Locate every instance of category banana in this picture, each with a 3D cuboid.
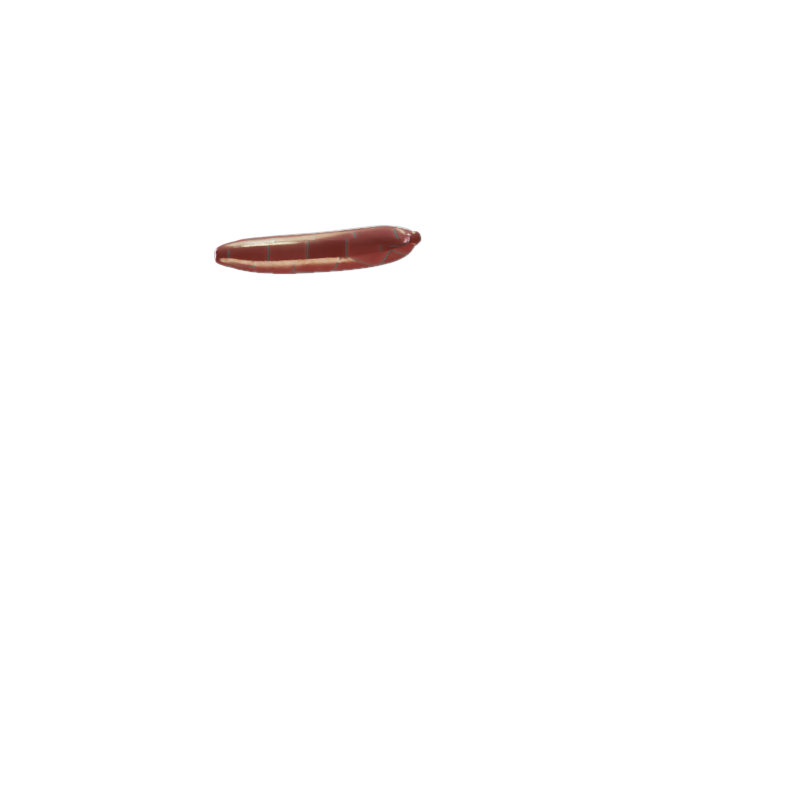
[{"bbox_3d":[-0.069,-0.139,1.008,0.202,0.038,0.066,-4,-13,20],"label":"banana"}]
